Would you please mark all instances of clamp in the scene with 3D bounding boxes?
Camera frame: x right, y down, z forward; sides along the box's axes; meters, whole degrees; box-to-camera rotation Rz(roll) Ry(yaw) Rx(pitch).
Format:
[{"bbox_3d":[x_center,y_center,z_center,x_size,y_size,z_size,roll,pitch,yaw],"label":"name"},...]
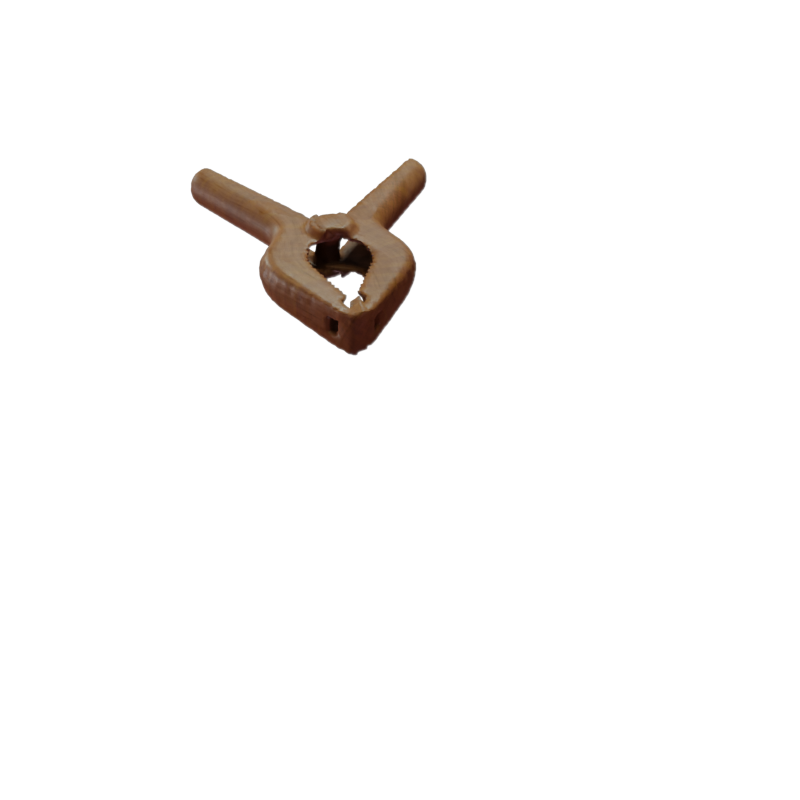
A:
[{"bbox_3d":[-0.055,-0.100,0.701,0.164,0.034,0.225,-2,35,-3],"label":"clamp"}]
